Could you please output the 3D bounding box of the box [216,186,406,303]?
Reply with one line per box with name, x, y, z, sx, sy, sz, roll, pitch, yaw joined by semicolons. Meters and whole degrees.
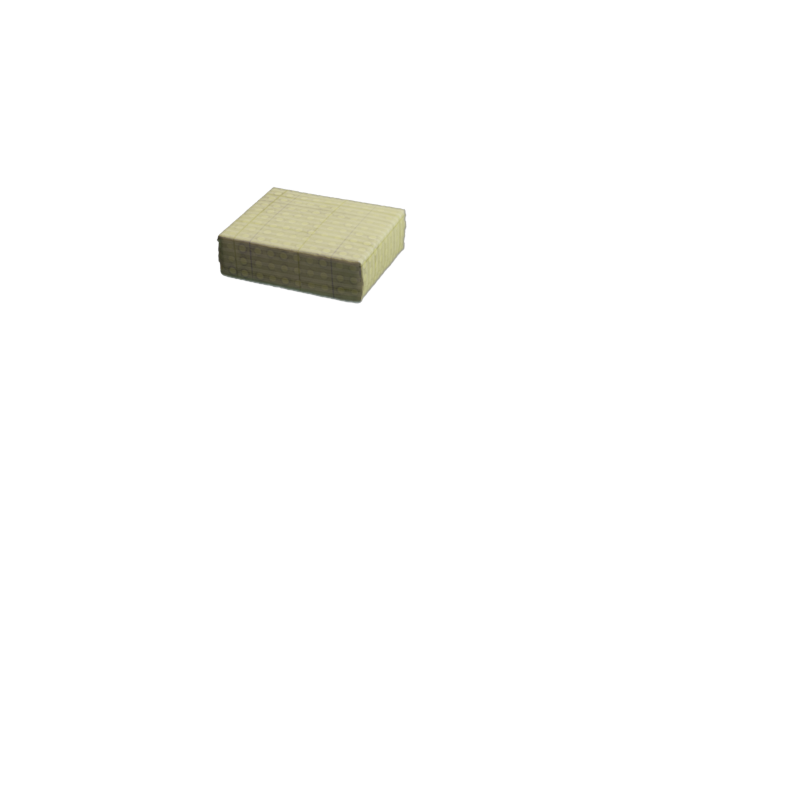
box;-0.063;-0.115;0.806;0.117;0.036;0.092;14;37;19
